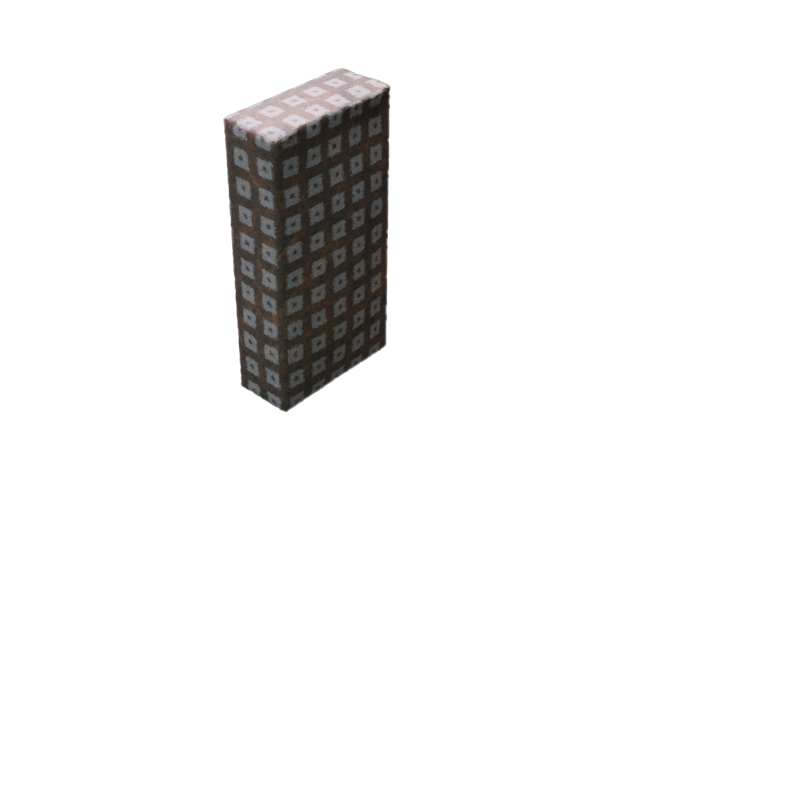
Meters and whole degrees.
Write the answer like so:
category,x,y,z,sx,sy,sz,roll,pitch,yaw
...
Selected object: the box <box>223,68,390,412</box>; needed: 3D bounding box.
category,x,y,z,sx,sy,sz,roll,pitch,yaw
box,-0.049,-0.090,0.631,0.051,0.165,0.094,28,43,31
